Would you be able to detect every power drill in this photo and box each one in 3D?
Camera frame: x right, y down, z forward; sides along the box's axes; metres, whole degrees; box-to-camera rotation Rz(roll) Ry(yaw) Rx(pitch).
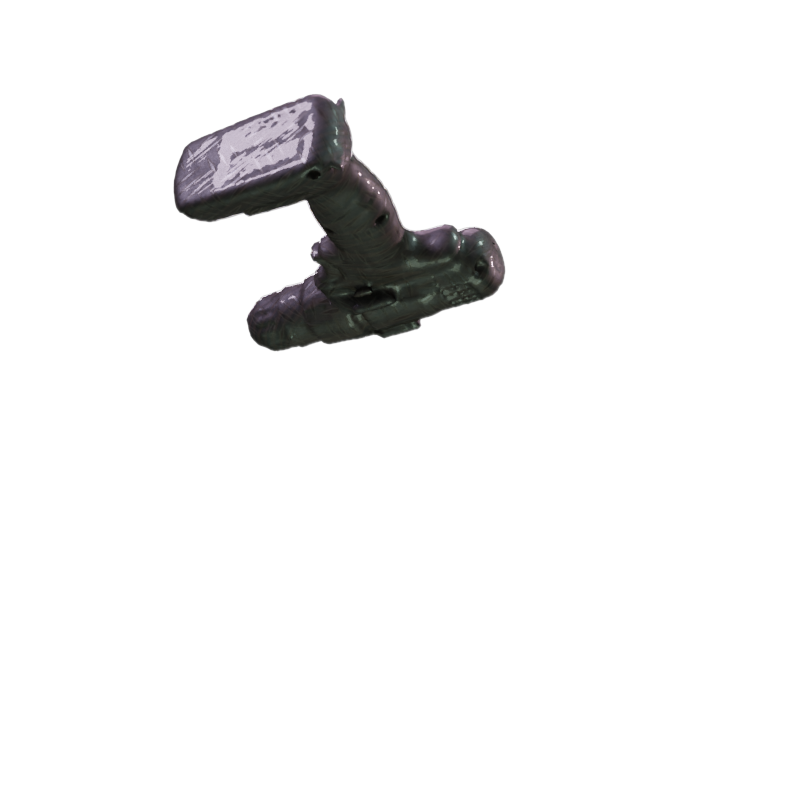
[{"bbox_3d":[-0.053,-0.097,0.677,0.187,0.061,0.174,-16,-33,26],"label":"power drill"}]
